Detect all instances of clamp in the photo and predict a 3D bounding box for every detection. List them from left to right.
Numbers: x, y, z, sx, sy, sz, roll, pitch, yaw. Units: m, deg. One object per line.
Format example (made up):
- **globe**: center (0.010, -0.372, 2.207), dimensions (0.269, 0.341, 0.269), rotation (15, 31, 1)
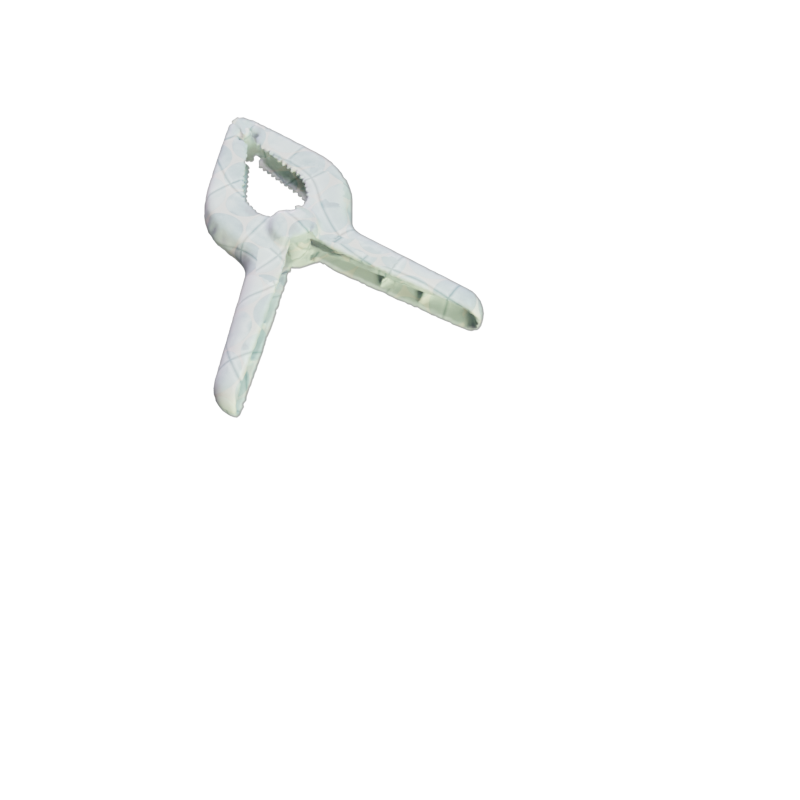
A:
- **clamp**: center (-0.054, -0.098, 0.687), dimensions (0.163, 0.226, 0.034), rotation (-14, -34, -10)
